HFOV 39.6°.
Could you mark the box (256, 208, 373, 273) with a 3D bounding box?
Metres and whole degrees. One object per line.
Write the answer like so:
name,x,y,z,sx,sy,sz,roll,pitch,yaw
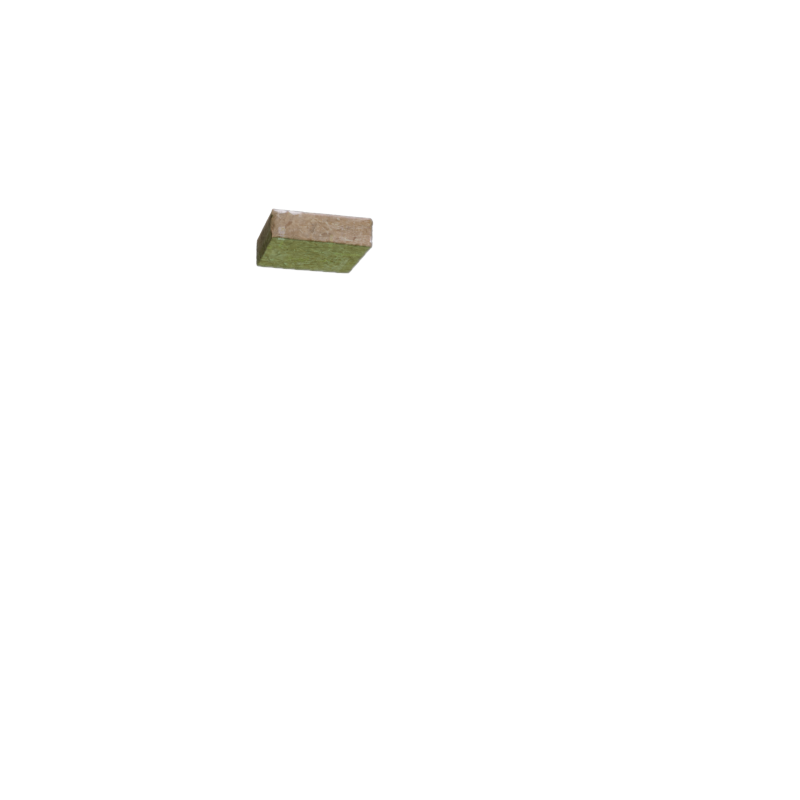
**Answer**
box,-0.075,-0.137,0.959,0.087,0.031,0.072,3,-15,-14
